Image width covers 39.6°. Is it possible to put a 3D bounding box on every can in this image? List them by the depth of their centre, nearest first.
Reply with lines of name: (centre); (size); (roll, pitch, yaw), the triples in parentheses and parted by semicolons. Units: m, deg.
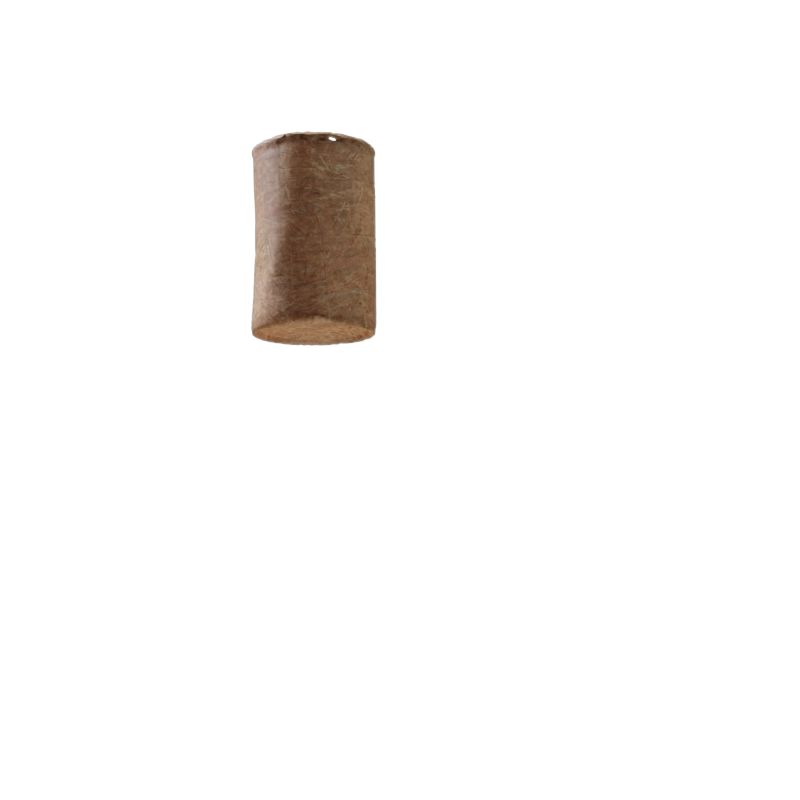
can: (-0.047, -0.085, 0.596); (0.068, 0.106, 0.066); (0, -13, -2)
